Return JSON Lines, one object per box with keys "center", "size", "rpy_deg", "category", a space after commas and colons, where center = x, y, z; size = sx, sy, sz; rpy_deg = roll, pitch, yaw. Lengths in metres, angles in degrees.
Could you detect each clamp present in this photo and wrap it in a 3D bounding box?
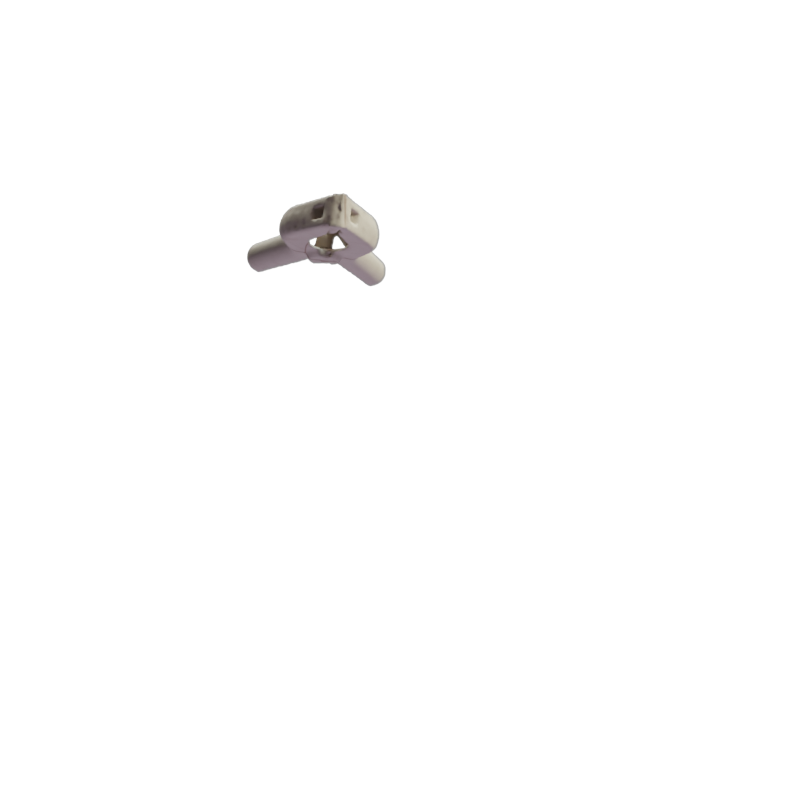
{"center": [-0.071, -0.129, 0.906], "size": [0.120, 0.041, 0.165], "rpy_deg": [0, -13, 0], "category": "clamp"}
